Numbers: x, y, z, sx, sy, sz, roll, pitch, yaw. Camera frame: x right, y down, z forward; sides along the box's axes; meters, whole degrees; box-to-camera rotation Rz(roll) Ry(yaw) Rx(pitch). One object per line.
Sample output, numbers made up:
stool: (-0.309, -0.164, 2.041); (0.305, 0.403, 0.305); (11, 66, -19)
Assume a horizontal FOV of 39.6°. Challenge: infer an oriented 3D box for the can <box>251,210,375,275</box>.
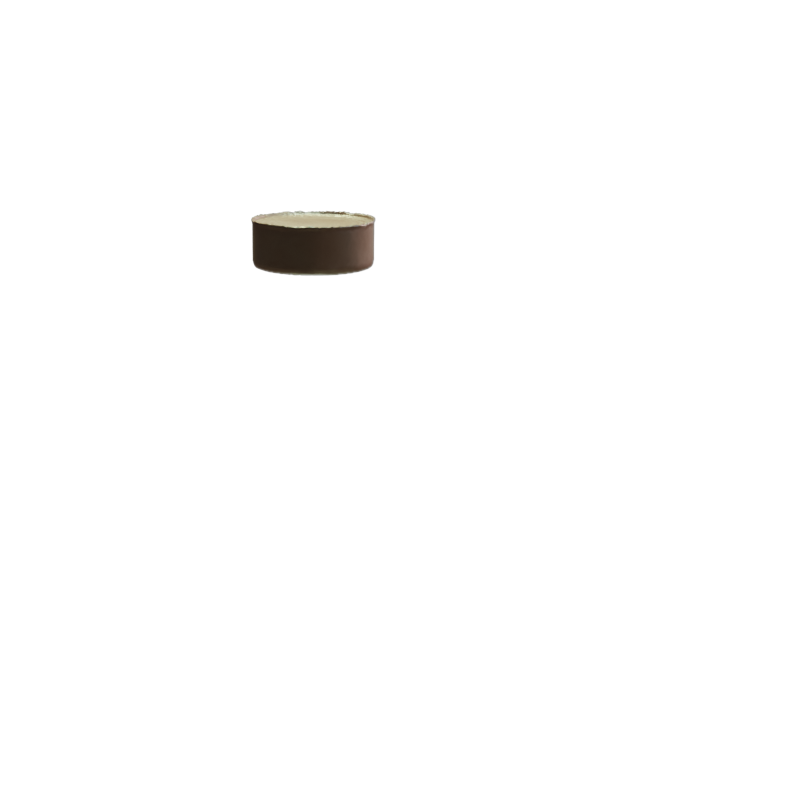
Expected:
can: (-0.060, -0.110, 0.767); (0.086, 0.033, 0.089); (0, 15, -2)
